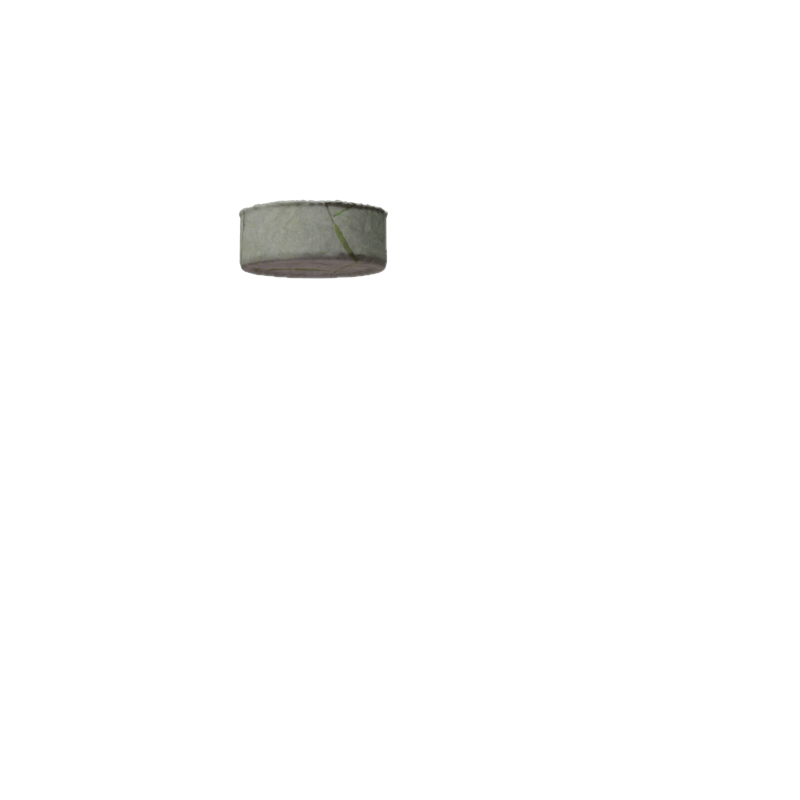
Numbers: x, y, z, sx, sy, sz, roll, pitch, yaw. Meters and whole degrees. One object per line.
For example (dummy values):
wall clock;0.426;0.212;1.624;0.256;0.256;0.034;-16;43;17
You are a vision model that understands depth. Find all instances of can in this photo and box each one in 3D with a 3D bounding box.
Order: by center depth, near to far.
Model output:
can;-0.050;-0.091;0.637;0.086;0.034;0.085;0;-2;-2
